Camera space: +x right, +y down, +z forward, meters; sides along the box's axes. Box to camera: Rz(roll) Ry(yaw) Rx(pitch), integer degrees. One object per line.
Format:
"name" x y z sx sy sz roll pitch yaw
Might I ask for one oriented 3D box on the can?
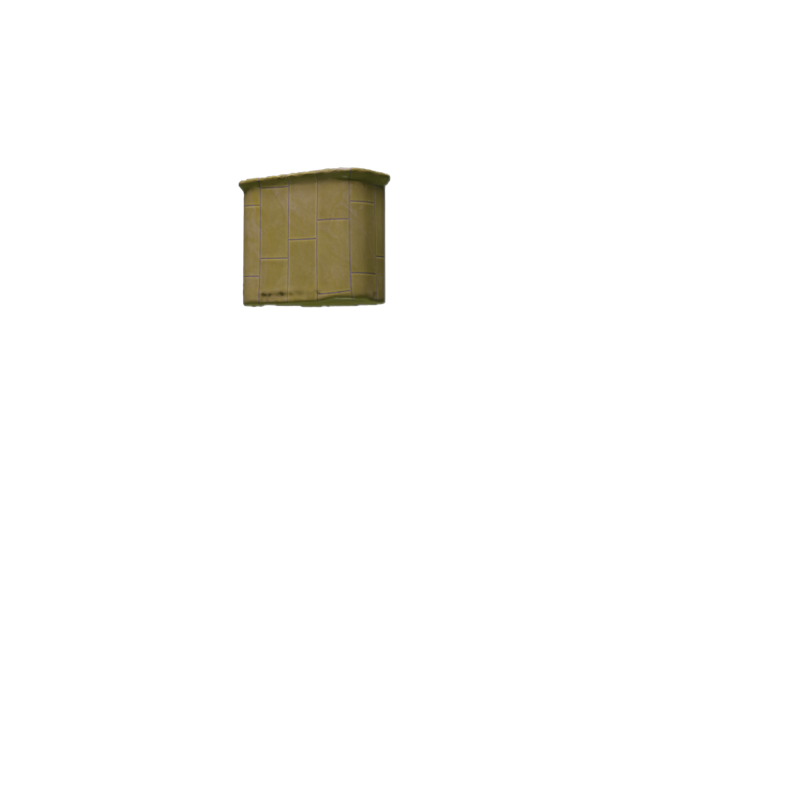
"can" -0.057 -0.104 0.728 0.105 0.085 0.055 -1 -3 35
